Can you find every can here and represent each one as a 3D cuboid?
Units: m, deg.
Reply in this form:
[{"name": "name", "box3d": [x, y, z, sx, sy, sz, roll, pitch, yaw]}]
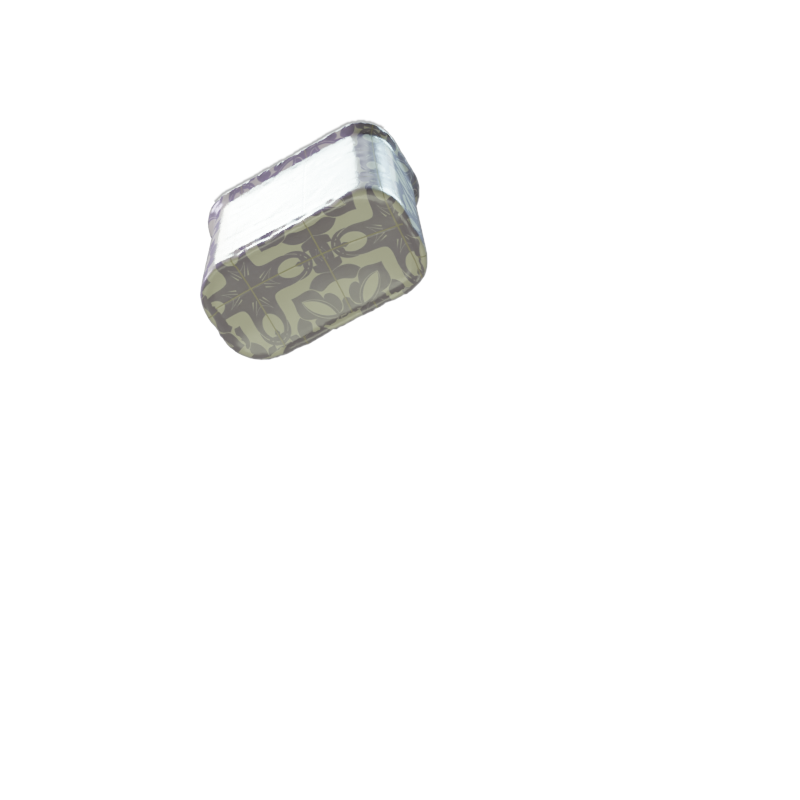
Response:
[{"name": "can", "box3d": [-0.039, -0.071, 0.501, 0.102, 0.054, 0.089, -27, 27, 12]}]
